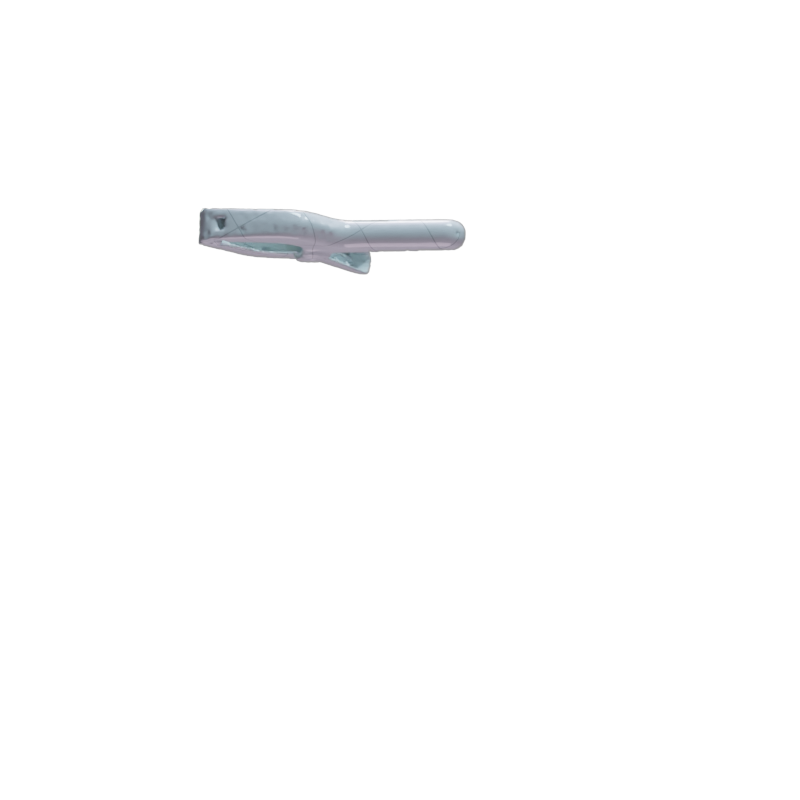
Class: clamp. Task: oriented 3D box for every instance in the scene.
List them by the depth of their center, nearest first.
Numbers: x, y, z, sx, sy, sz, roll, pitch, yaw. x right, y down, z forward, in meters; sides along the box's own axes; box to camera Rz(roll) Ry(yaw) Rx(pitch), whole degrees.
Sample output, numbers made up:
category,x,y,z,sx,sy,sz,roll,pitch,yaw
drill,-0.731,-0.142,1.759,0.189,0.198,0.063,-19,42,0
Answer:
category,x,y,z,sx,sy,sz,roll,pitch,yaw
clamp,-0.073,-0.134,0.938,0.204,0.037,0.166,2,-5,-23
